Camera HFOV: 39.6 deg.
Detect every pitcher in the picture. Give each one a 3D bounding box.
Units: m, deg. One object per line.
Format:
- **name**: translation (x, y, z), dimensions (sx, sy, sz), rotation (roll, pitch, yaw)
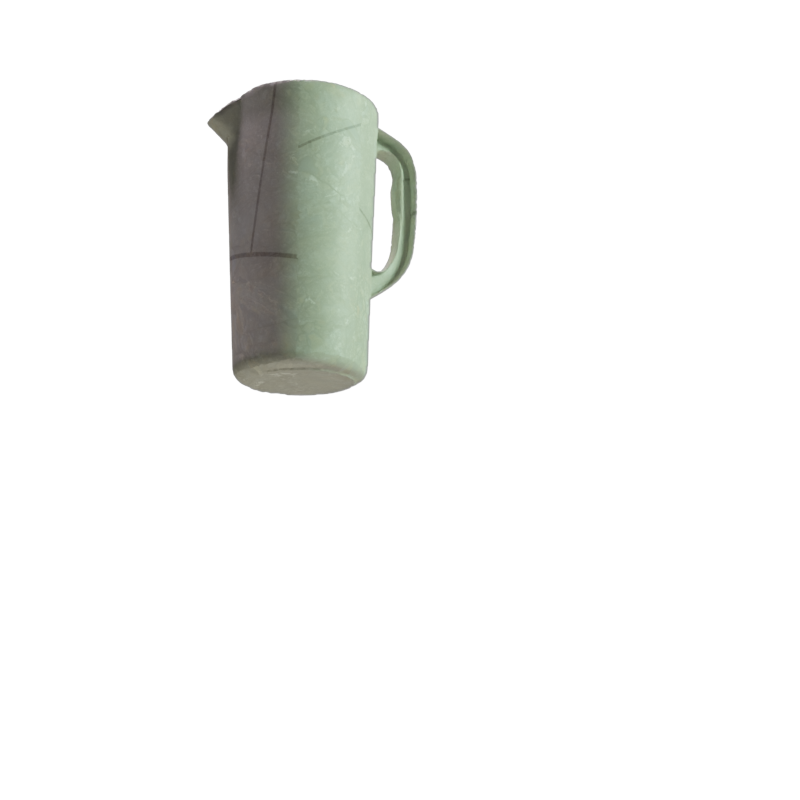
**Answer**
- **pitcher**: translation (-0.072, -0.132, 0.923), dimensions (0.152, 0.254, 0.136), rotation (-7, -19, 18)
